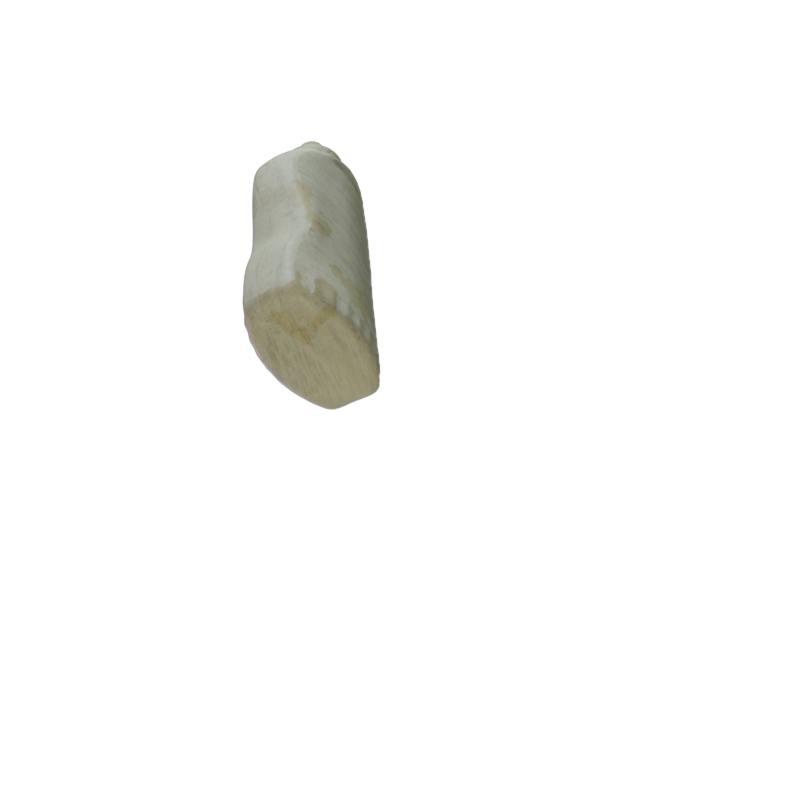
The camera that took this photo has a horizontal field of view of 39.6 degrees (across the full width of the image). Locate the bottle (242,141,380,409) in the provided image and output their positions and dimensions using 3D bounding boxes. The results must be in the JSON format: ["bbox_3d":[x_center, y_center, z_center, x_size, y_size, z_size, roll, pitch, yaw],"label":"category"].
[{"bbox_3d":[-0.052,-0.094,0.657,0.058,0.206,0.089,-26,-50,19],"label":"bottle"}]
